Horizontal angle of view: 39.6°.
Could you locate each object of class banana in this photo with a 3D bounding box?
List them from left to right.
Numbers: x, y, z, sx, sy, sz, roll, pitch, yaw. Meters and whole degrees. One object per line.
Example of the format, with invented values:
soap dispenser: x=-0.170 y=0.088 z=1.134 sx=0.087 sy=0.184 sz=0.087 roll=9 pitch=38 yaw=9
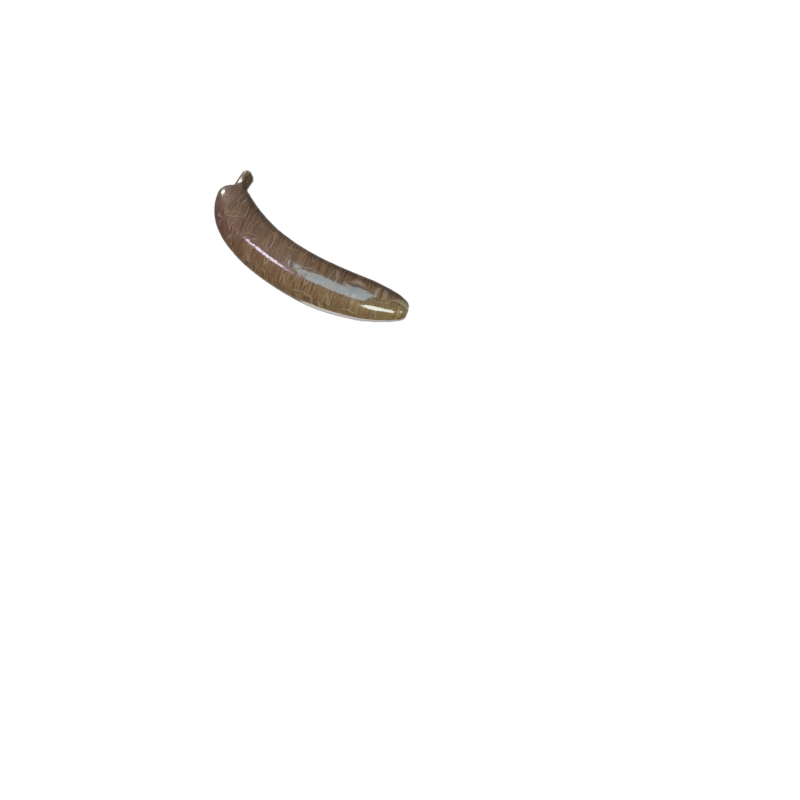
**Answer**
banana: x=-0.082 y=-0.113 z=0.835 sx=0.070 sy=0.034 sz=0.211 roll=-33 pitch=59 yaw=-24
